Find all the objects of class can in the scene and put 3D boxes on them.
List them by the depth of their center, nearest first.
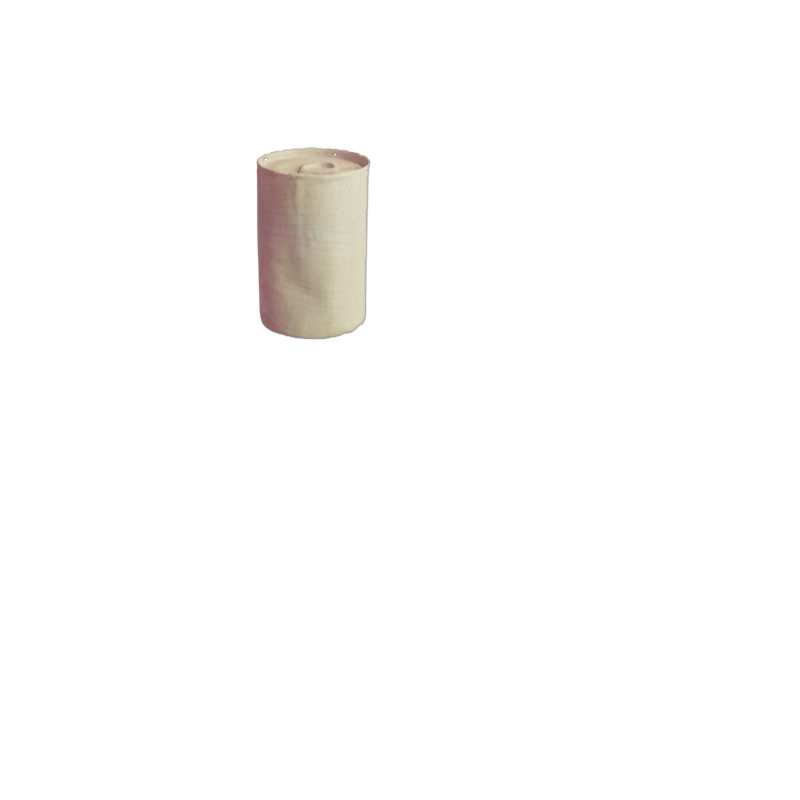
[{"bbox_3d":[-0.053,-0.096,0.673,0.068,0.098,0.072,0,21,-2],"label":"can"}]
